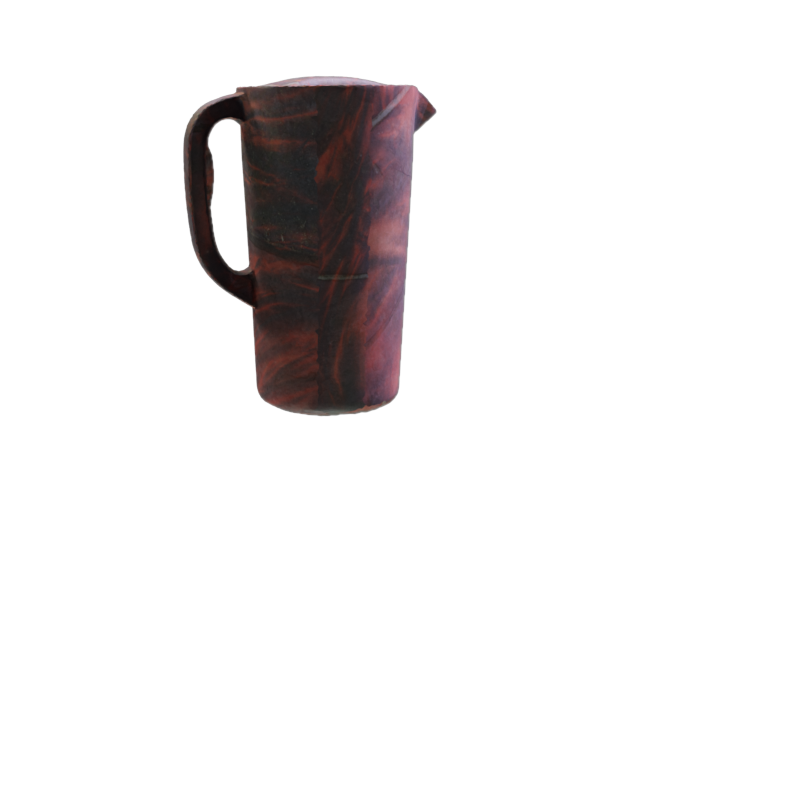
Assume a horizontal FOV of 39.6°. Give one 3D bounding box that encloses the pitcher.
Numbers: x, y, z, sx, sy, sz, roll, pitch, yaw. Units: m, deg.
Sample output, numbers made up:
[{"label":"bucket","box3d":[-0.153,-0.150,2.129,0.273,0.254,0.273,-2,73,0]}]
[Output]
[{"label":"pitcher","box3d":[-0.064,-0.117,0.822,0.155,0.239,0.143,5,10,26]}]
